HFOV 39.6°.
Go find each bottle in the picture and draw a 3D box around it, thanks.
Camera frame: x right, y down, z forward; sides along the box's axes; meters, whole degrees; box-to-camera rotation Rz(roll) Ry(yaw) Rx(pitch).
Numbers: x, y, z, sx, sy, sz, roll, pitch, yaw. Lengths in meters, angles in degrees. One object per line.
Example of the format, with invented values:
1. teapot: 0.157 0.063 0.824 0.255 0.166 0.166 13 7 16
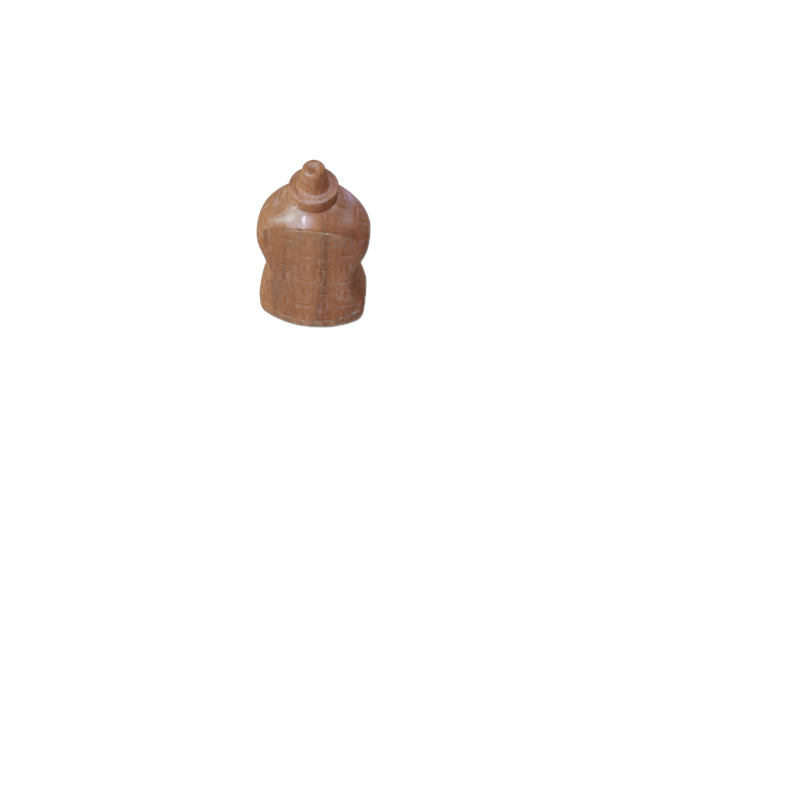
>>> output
1. bottle: -0.074 -0.136 0.949 0.097 0.062 0.180 8 -32 2
